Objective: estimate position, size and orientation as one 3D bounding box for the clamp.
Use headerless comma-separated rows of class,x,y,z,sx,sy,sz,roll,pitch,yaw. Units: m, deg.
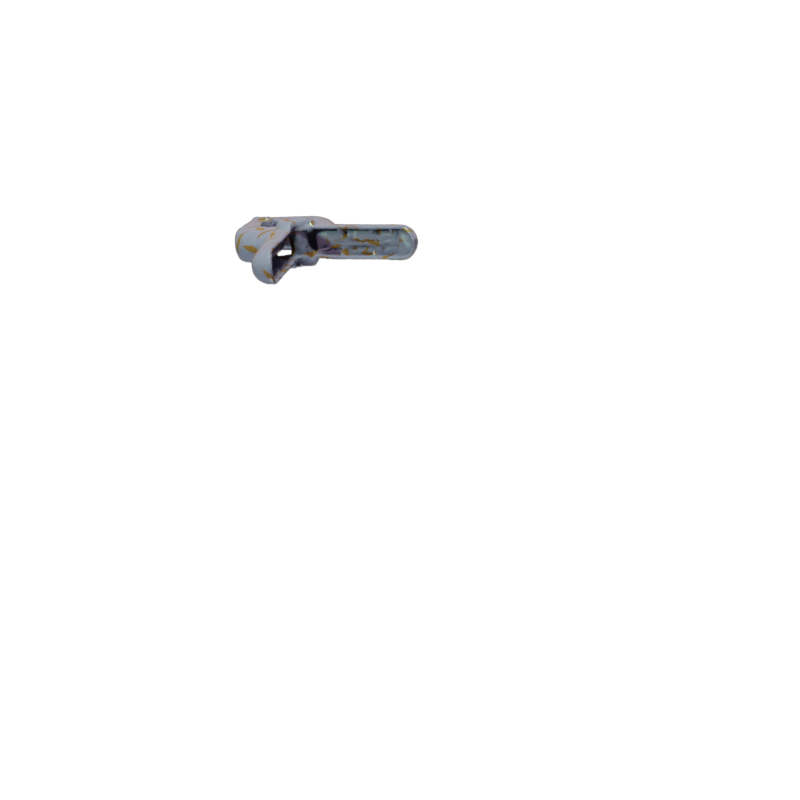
clamp,-0.064,-0.117,0.819,0.118,0.038,0.180,-5,18,-16
